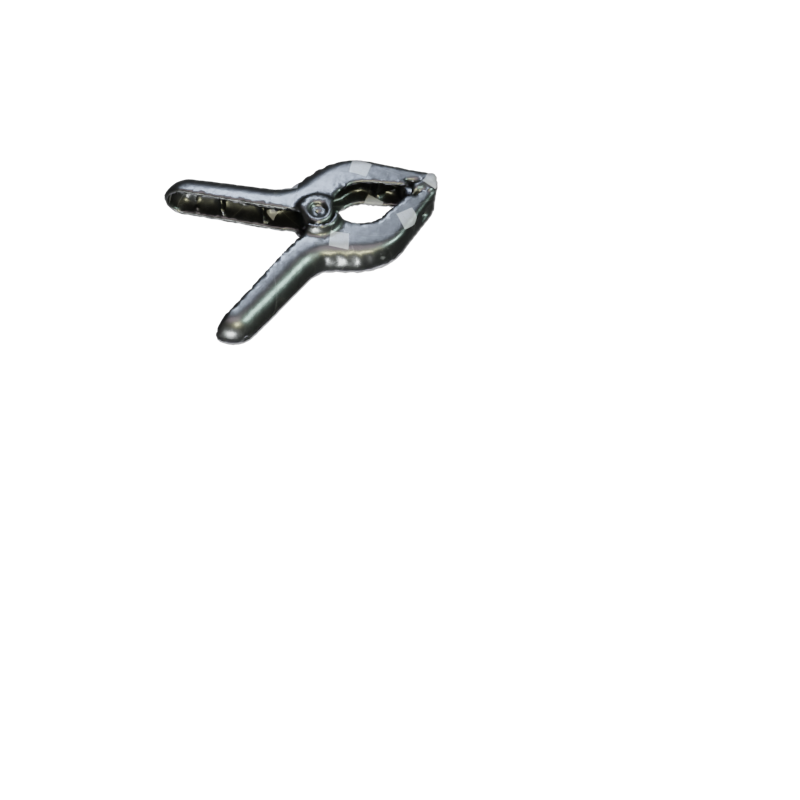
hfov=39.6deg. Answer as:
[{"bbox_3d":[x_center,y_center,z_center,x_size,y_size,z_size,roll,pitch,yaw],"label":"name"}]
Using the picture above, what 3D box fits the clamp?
[{"bbox_3d":[-0.054,-0.098,0.688,0.170,0.128,0.037,-12,-25,-6],"label":"clamp"}]
